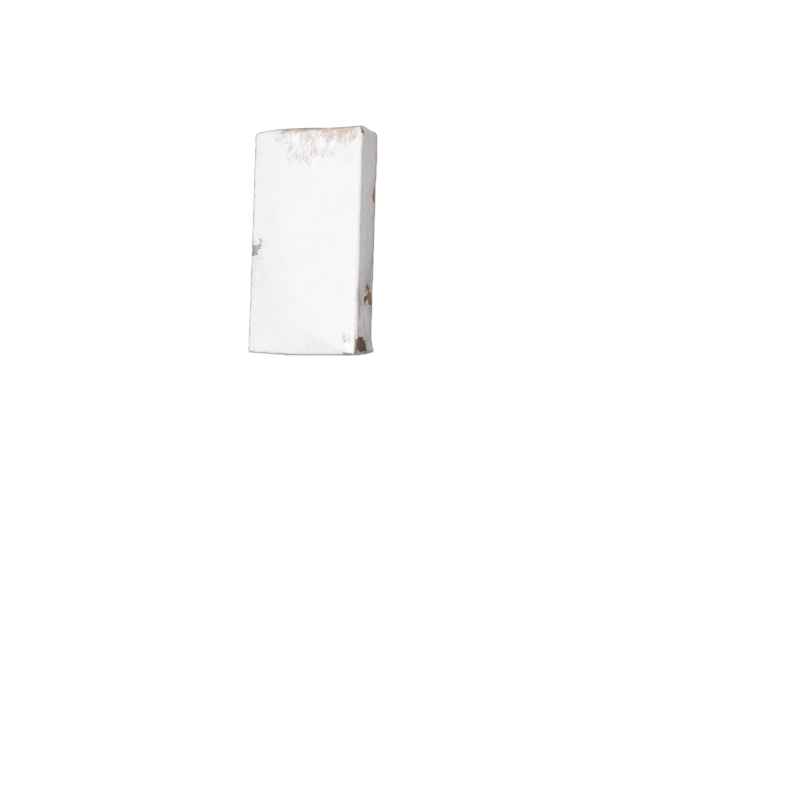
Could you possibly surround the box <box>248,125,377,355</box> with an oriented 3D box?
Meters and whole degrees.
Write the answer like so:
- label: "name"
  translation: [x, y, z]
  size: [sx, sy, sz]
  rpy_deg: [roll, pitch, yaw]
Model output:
- label: "box"
  translation: [-0.068, -0.124, 0.868]
  size: [0.096, 0.178, 0.046]
  rpy_deg: [-1, -3, 21]
